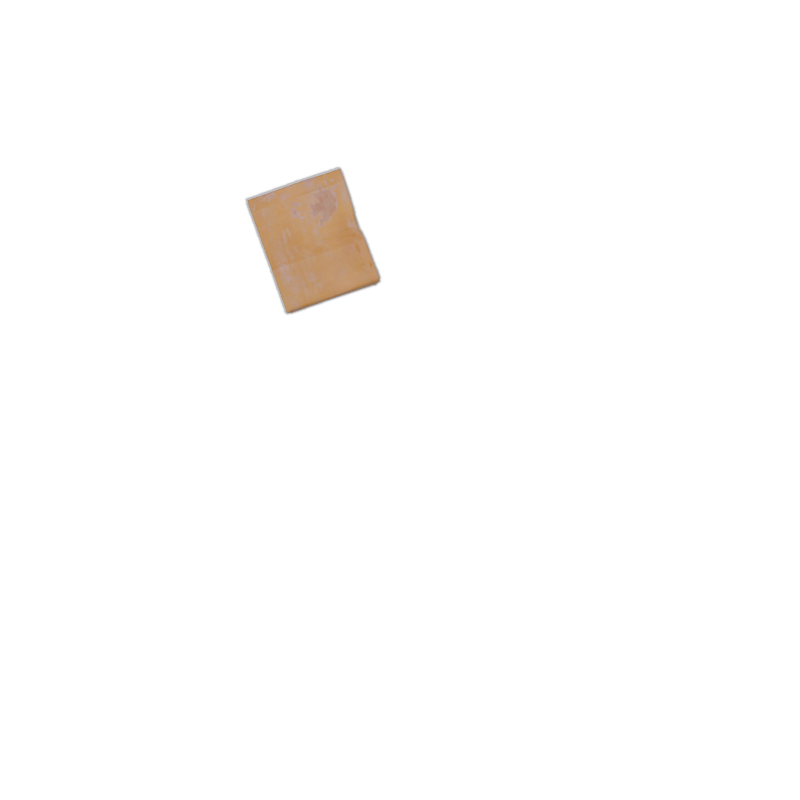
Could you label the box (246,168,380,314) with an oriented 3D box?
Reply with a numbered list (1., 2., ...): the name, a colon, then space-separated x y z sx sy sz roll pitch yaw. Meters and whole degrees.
1. box: -0.063 -0.115 0.810 0.073 0.091 0.030 -19 -5 -2
